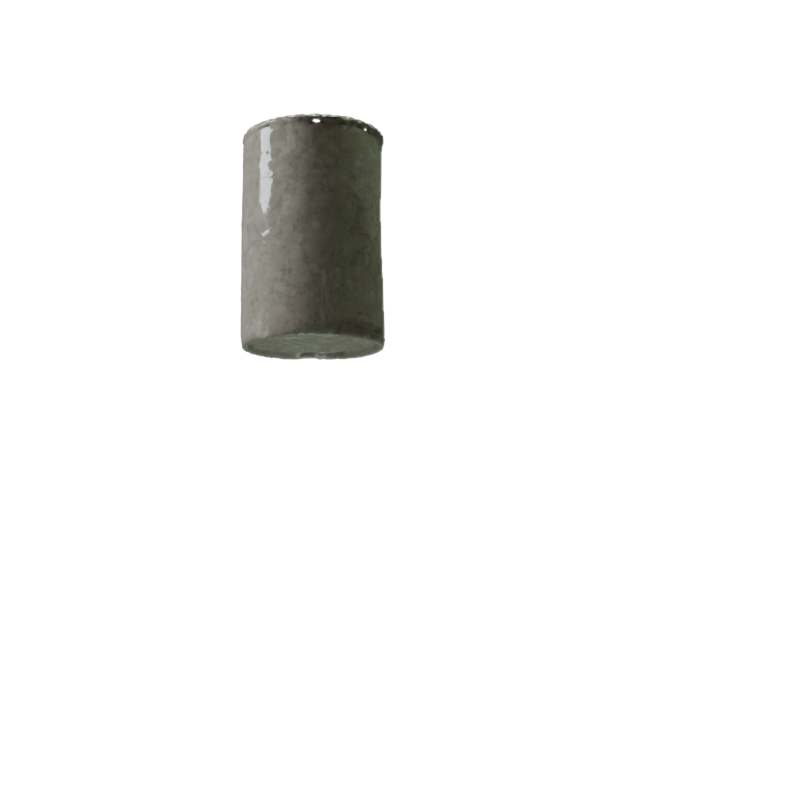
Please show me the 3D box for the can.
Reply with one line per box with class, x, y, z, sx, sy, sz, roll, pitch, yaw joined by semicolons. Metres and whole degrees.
can;-0.041;-0.074;0.520;0.068;0.106;0.066;0;-13;-2
